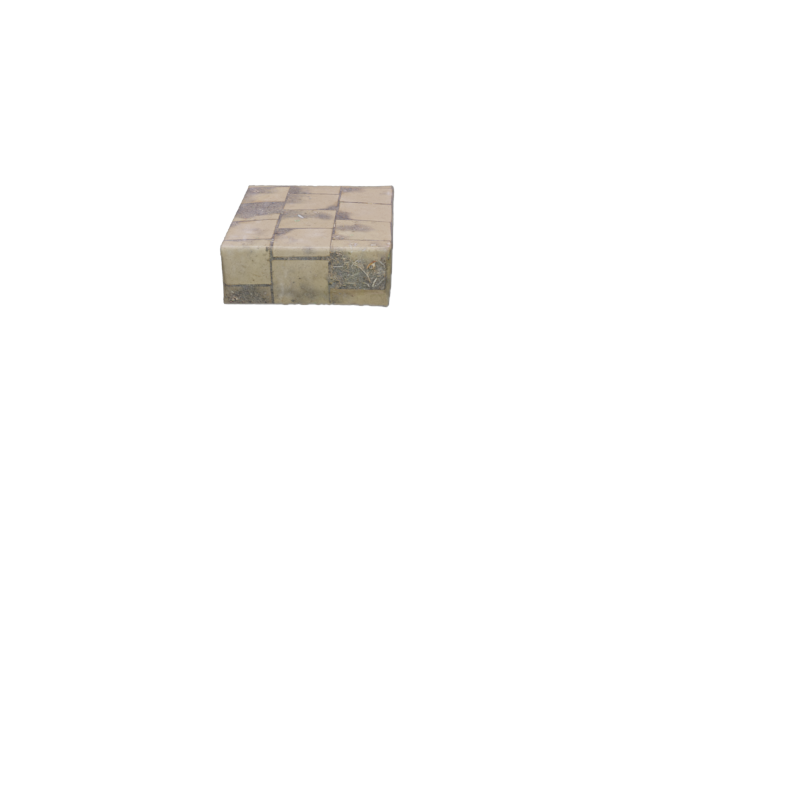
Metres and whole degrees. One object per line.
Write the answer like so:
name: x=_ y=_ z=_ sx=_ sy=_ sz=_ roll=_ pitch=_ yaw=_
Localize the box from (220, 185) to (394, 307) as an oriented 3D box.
box: x=-0.049 y=-0.089 z=0.627 sx=0.090 sy=0.037 sz=0.119 roll=1 pitch=25 yaw=2
